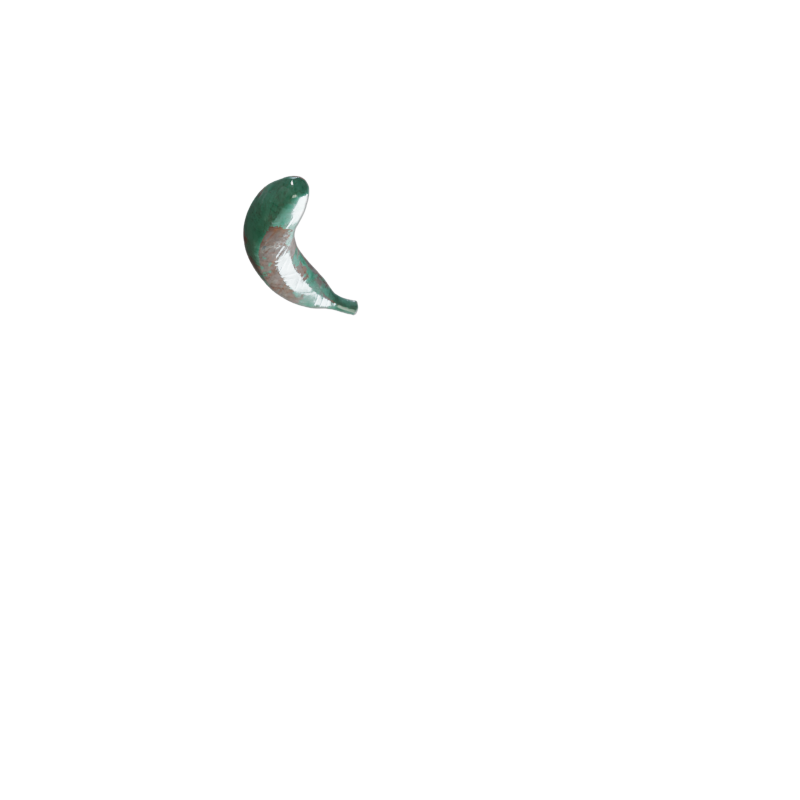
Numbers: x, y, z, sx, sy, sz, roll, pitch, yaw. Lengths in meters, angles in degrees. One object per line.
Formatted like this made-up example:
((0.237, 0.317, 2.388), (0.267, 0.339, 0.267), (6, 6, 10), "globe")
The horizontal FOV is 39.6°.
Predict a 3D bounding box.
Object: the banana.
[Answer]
((-0.082, -0.114, 0.822), (0.070, 0.039, 0.185), (-4, -21, 9), "banana")
